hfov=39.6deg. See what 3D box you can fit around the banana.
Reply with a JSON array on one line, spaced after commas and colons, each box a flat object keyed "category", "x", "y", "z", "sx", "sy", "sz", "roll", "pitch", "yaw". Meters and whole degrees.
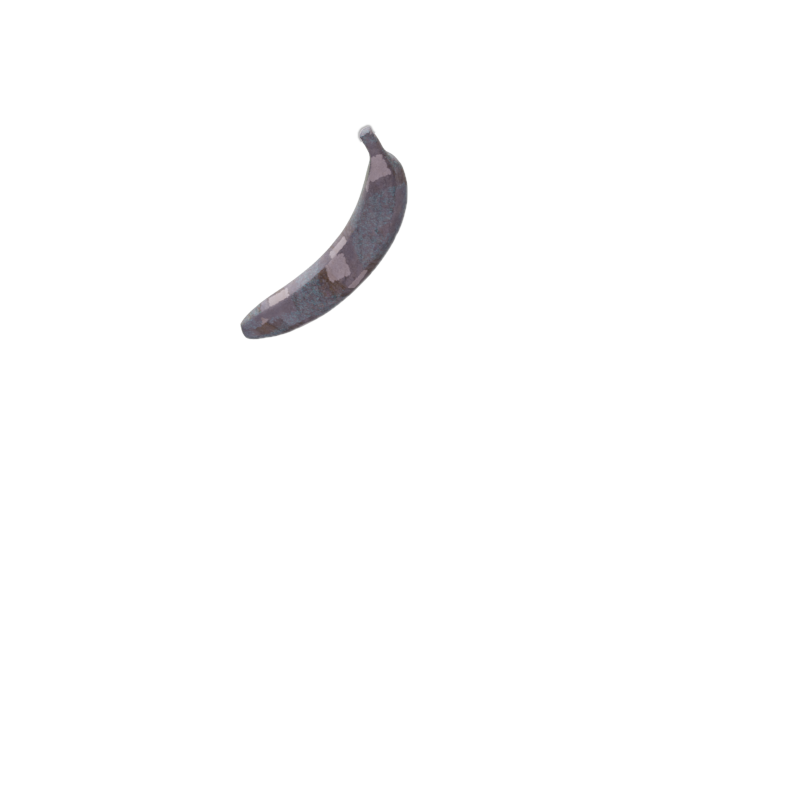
[{"category": "banana", "x": -0.048, "y": -0.115, "z": 0.845, "sx": 0.068, "sy": 0.193, "sz": 0.039, "roll": 29, "pitch": 22, "yaw": -14}]
